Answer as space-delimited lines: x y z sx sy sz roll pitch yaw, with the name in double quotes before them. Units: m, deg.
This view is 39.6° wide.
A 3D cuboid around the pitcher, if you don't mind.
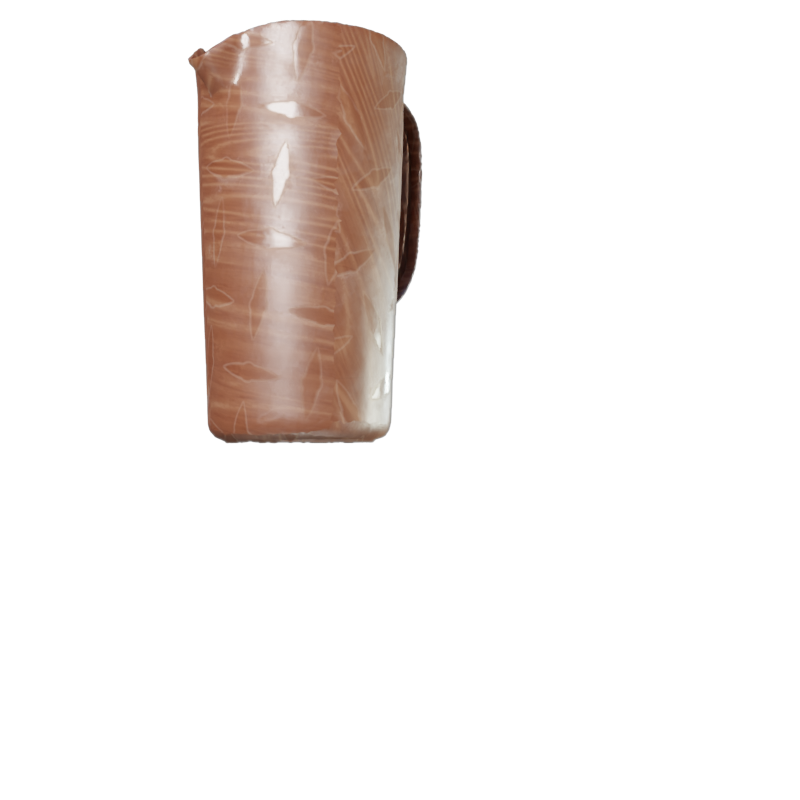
"pitcher" -0.053 -0.097 0.680 0.149 0.249 0.142 0 -8 -3
